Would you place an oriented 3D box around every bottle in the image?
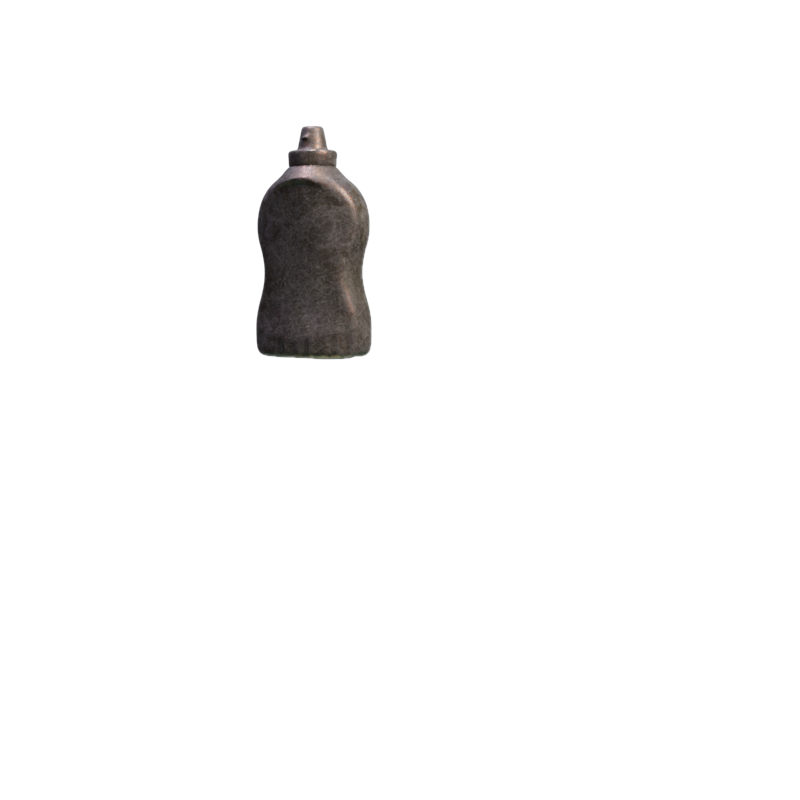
[{"bbox_3d":[-0.073,-0.132,0.925,0.099,0.192,0.056,0,0,28],"label":"bottle"}]
